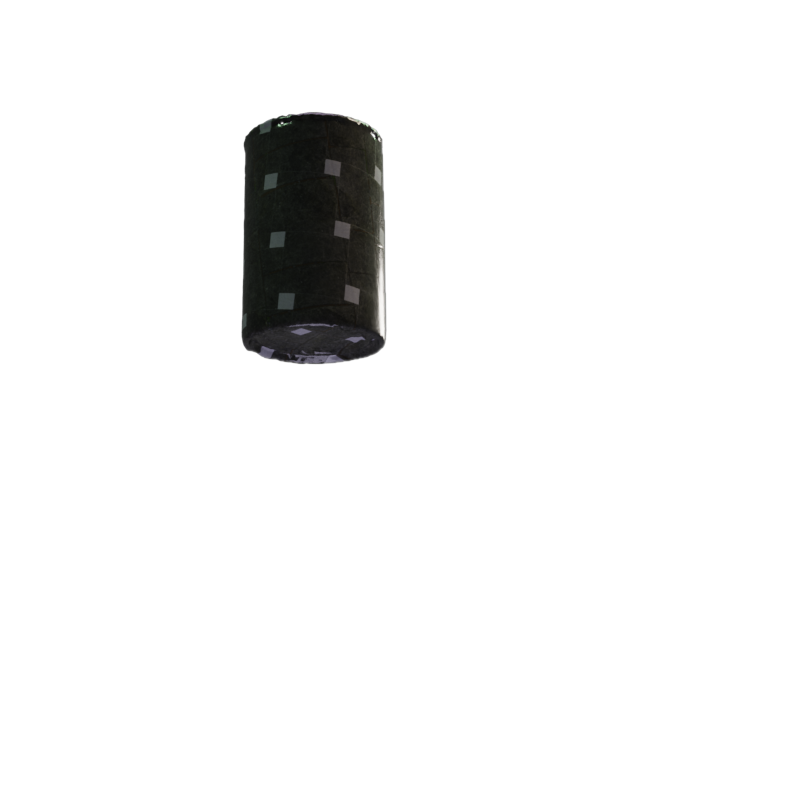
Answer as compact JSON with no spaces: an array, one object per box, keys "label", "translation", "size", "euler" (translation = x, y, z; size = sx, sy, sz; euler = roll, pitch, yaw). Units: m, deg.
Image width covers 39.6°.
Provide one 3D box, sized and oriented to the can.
[{"label":"can","translation":[-0.041,-0.074,0.522],"size":[0.068,0.107,0.066],"euler":[0,-18,-2]}]
